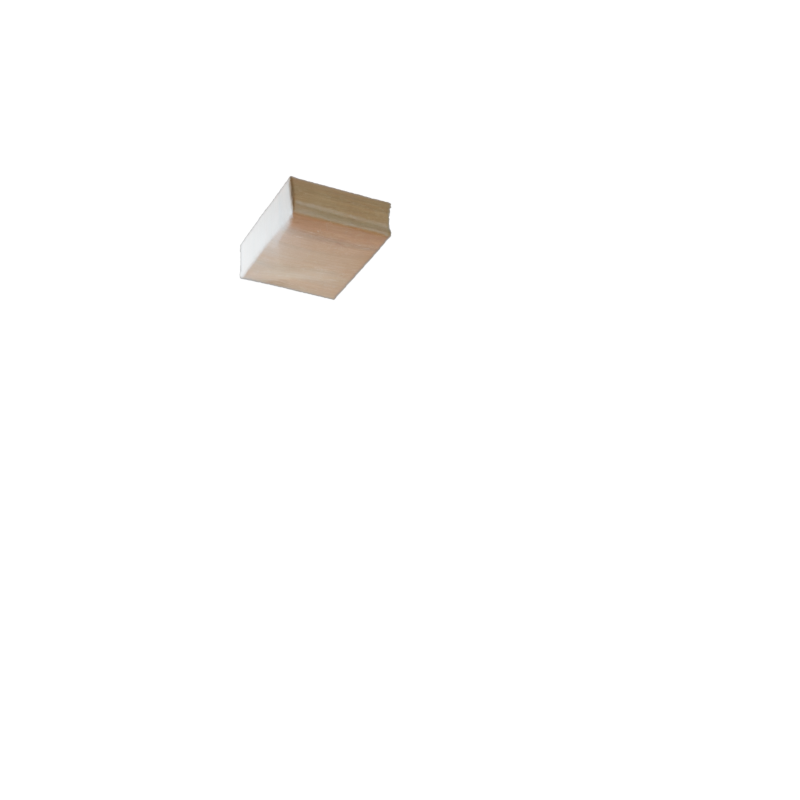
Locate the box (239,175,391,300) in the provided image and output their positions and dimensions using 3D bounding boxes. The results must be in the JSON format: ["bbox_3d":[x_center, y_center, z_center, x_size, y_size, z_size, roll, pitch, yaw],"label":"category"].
[{"bbox_3d":[-0.071,-0.130,0.910,0.086,0.041,0.111,12,-28,-24],"label":"box"}]
